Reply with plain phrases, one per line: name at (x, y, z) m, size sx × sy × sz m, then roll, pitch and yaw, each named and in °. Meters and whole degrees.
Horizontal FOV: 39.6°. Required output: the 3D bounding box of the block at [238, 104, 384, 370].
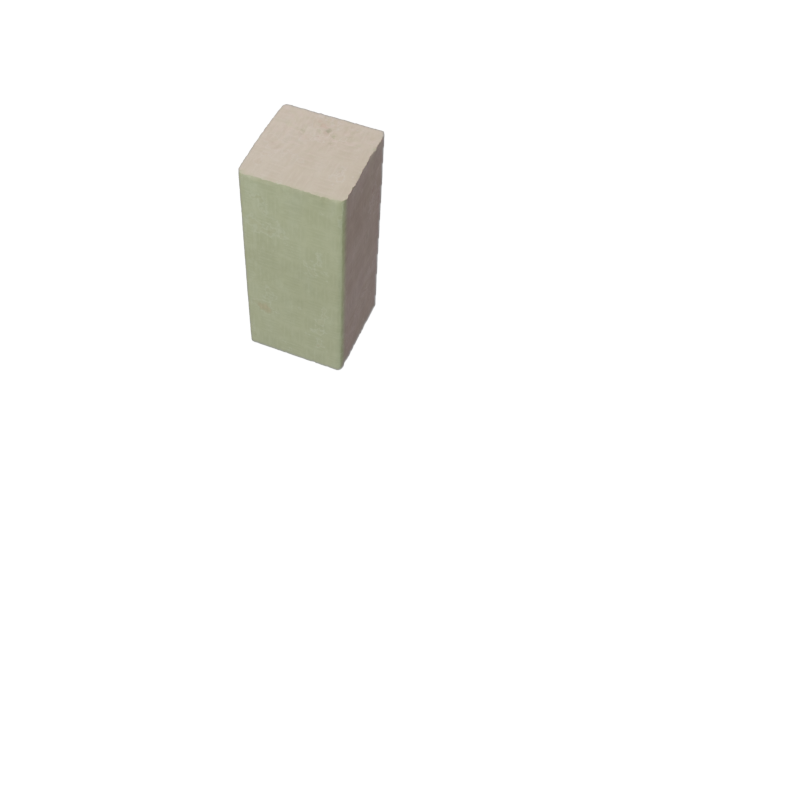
block at (-0.073, -0.132, 0.926) m, size 0.093 × 0.094 × 0.192 m, roll 19°, pitch -38°, yaw 11°
